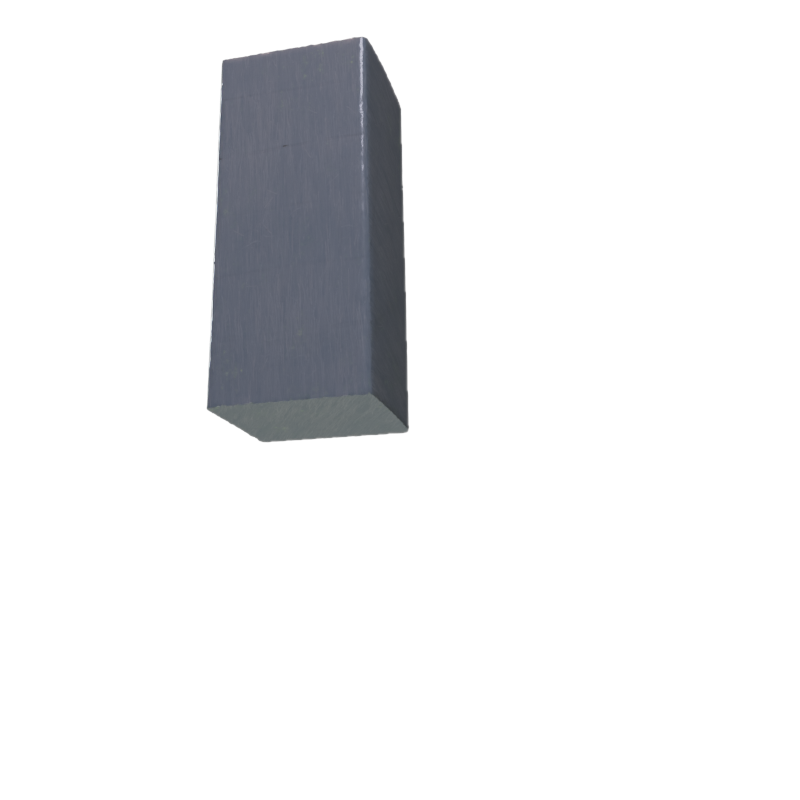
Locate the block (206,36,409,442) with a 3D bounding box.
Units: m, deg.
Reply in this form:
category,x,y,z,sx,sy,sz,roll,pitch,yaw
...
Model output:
category,x,y,z,sx,sy,sz,roll,pitch,yaw
block,-0.049,-0.090,0.630,0.092,0.216,0.085,-7,-21,14
